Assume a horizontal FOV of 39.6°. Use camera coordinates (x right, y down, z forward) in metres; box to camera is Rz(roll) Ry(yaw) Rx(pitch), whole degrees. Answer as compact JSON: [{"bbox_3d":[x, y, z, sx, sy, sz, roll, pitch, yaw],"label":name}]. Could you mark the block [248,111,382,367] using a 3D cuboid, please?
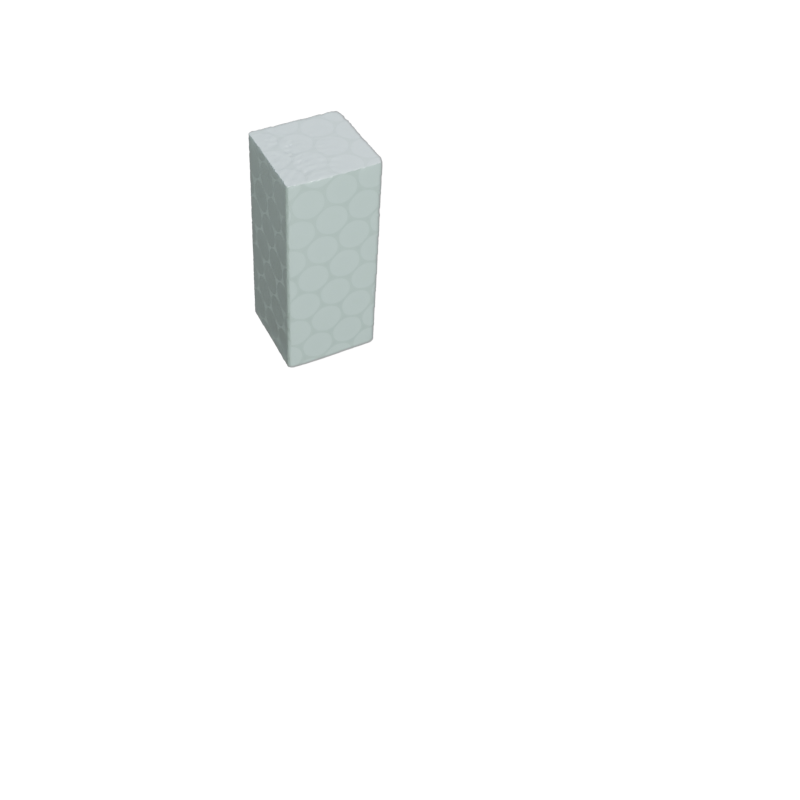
[{"bbox_3d":[-0.077,-0.143,0.998,0.089,0.192,0.098,-17,46,-21],"label":"block"}]
